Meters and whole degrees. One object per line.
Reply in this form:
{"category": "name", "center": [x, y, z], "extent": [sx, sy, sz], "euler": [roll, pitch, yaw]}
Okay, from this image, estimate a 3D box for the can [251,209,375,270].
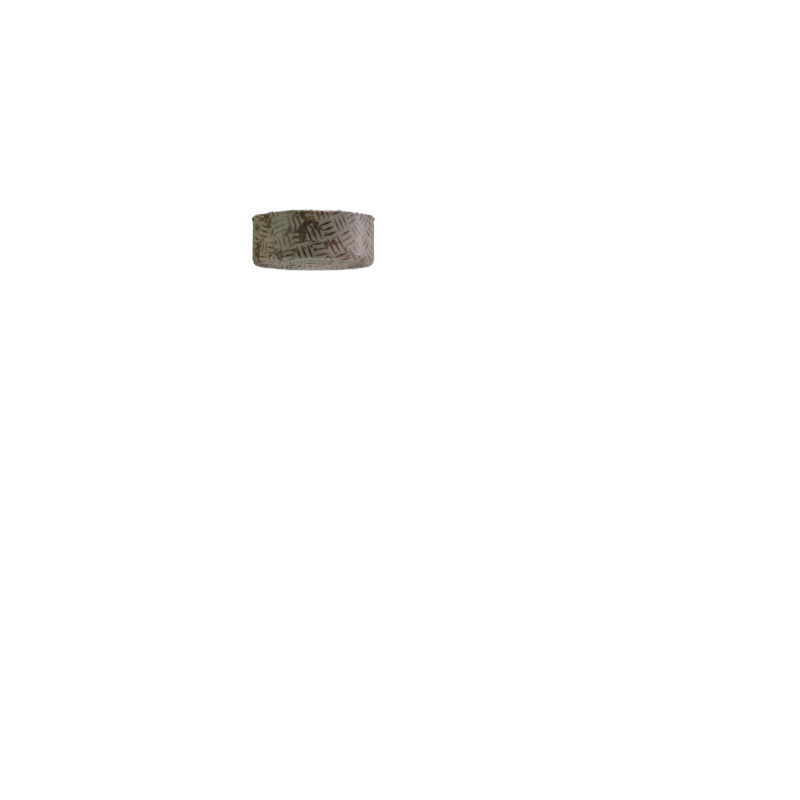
{"category": "can", "center": [-0.060, -0.110, 0.769], "extent": [0.086, 0.034, 0.085], "euler": [0, 0, -2]}
